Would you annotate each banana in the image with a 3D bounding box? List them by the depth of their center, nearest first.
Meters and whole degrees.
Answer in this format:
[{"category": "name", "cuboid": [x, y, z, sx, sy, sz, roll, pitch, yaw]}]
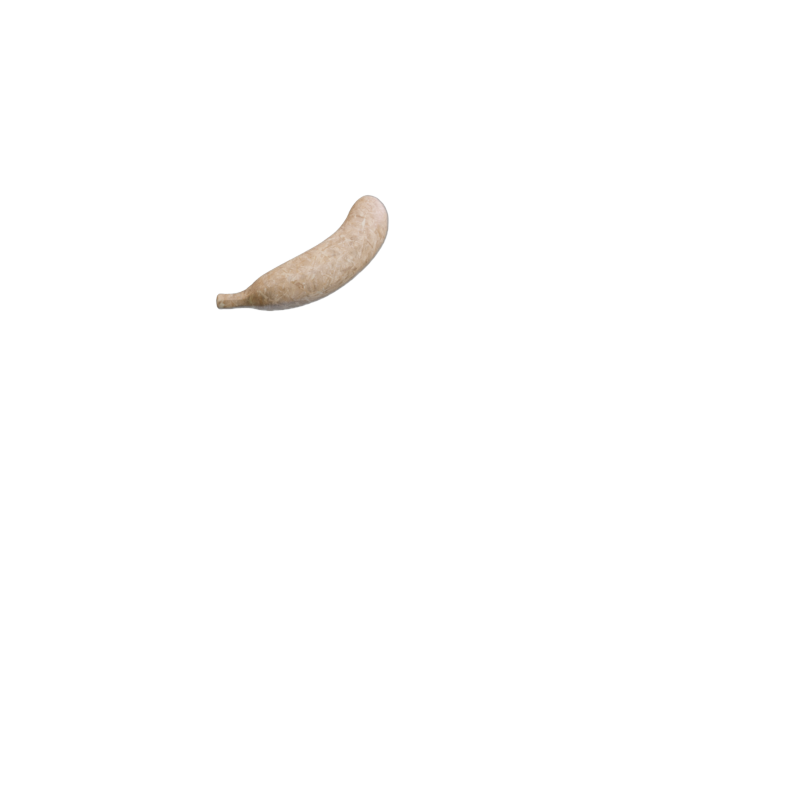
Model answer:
[{"category": "banana", "cuboid": [-0.055, -0.116, 0.862, 0.073, 0.034, 0.200, 21, 39, 27]}]
